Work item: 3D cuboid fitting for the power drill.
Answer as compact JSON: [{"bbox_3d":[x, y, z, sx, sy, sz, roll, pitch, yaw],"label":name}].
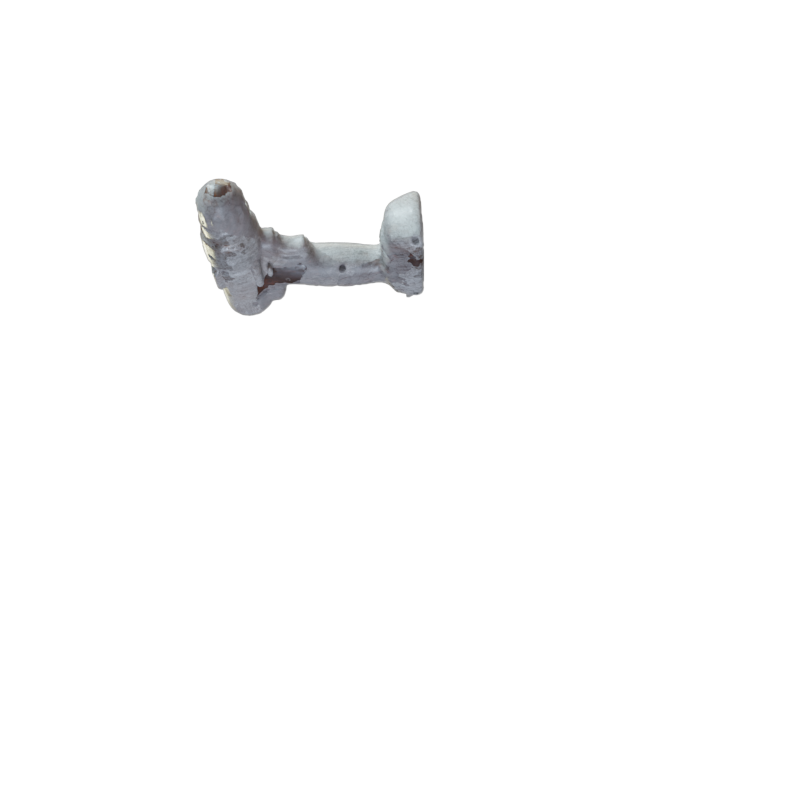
[{"bbox_3d":[-0.074,-0.135,0.948,0.189,0.061,0.173,-2,-24,4],"label":"power drill"}]
